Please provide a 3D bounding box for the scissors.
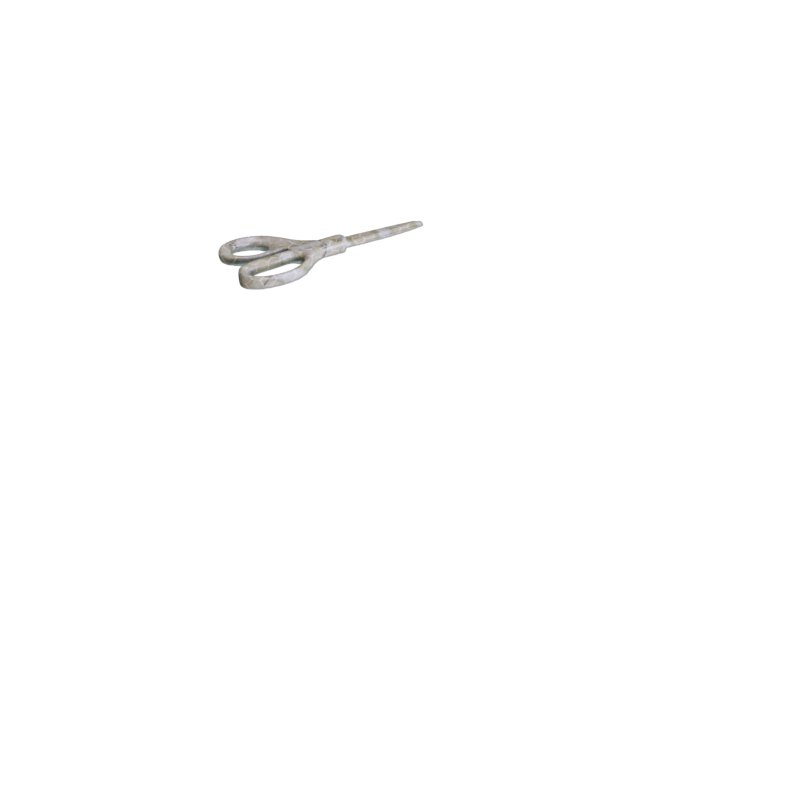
[{"bbox_3d":[-0.078,-0.142,0.995,0.102,0.015,0.201,22,36,34],"label":"scissors"}]
